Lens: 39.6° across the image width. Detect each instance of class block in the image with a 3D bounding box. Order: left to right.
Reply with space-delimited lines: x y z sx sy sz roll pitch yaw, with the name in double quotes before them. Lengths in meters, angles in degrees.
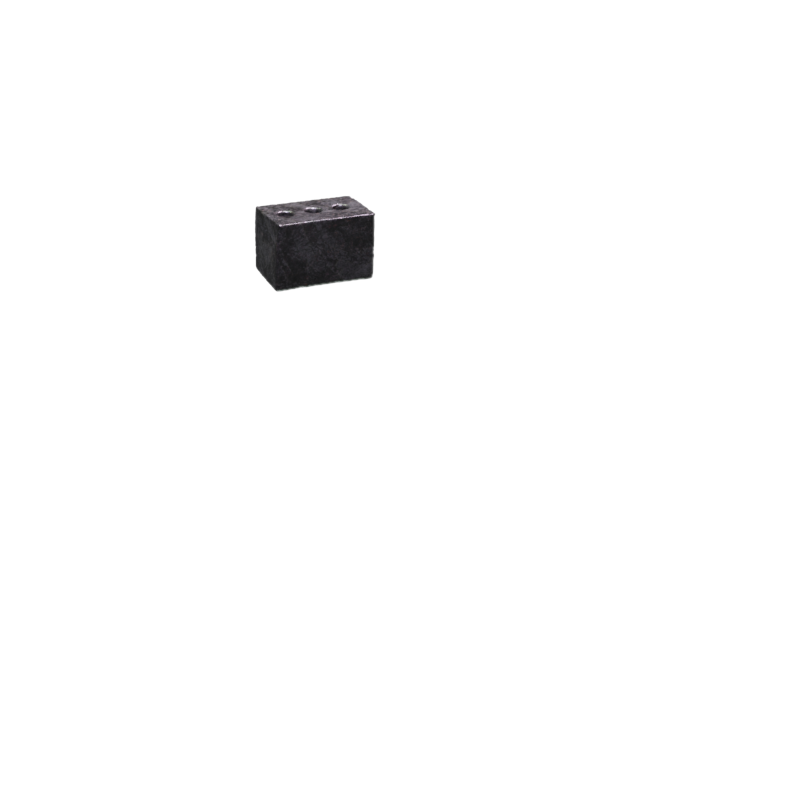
"block" -0.065 -0.118 0.826 0.076 0.049 0.056 -10 26 -22
